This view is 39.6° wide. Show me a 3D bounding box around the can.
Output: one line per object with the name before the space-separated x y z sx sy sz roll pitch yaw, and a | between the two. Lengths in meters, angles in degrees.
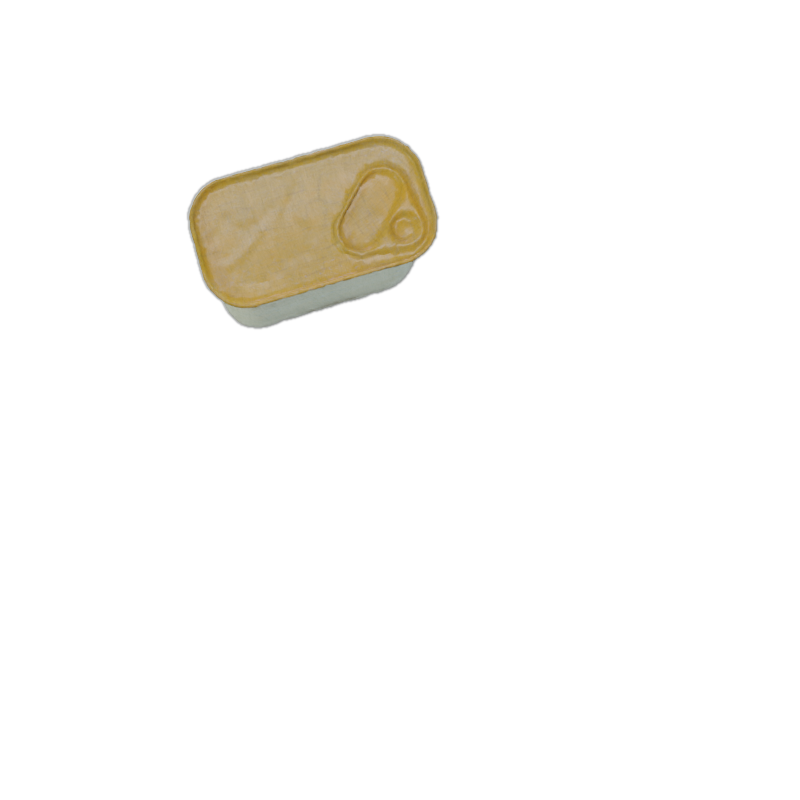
can | -0.039 -0.072 0.503 0.102 0.059 0.082 -17 -6 -4
